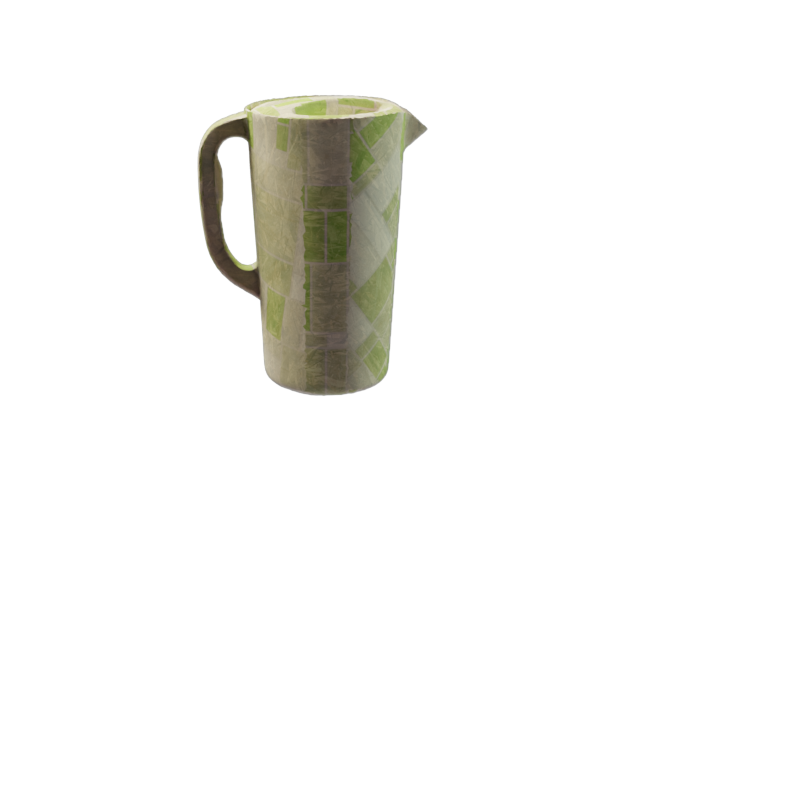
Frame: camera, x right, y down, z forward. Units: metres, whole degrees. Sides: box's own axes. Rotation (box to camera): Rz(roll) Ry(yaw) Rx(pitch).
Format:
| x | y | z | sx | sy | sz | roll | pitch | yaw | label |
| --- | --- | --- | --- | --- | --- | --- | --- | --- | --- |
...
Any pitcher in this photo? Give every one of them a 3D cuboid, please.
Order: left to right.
| x | y | z | sx | sy | sz | roll | pitch | yaw | label |
| --- | --- | --- | --- | --- | --- | --- | --- | --- | --- |
| -0.073 | -0.133 | 0.931 | 0.157 | 0.234 | 0.143 | 13 | 21 | 35 | pitcher |
